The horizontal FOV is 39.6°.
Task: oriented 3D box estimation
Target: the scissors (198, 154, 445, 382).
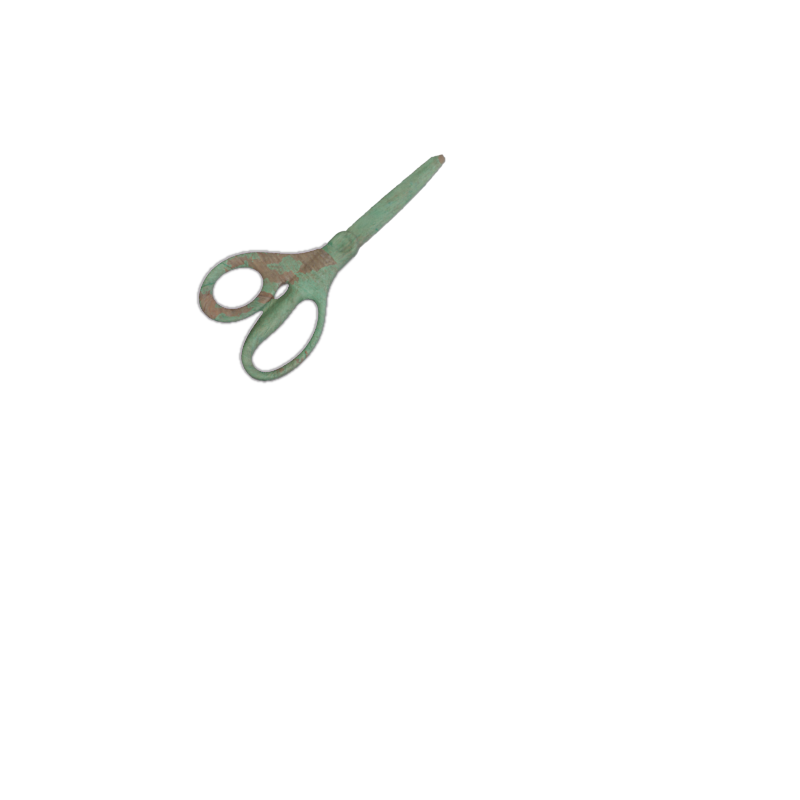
[{"bbox_3d":[-0.059,-0.107,0.748,0.098,0.206,0.015,28,-18,9],"label":"scissors"}]
